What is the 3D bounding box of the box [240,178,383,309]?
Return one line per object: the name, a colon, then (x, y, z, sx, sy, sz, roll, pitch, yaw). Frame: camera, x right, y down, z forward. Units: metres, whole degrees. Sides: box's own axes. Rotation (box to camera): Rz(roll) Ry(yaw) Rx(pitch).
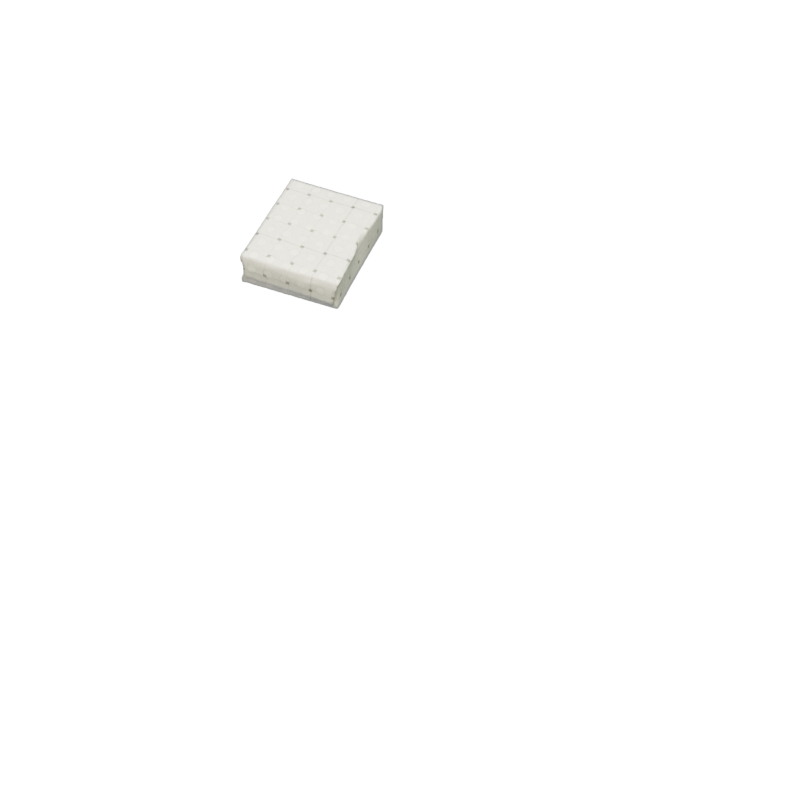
box: (-0.061, -0.111, 0.777, 0.075, 0.093, 0.028, 17, -40, 14)
